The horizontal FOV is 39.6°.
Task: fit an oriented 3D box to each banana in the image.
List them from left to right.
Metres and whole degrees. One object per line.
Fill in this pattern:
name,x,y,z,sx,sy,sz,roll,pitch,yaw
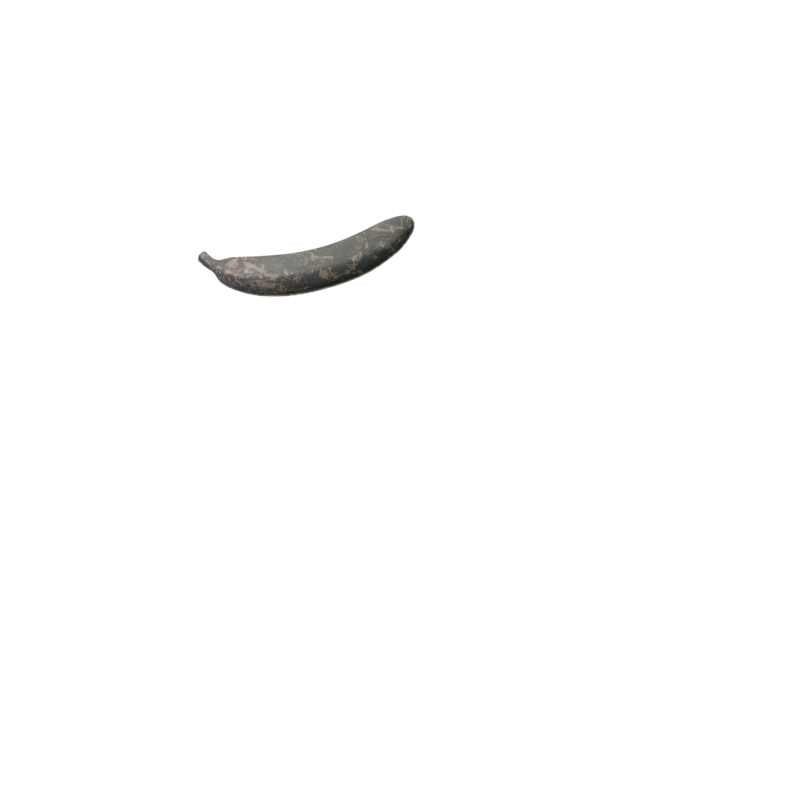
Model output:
banana,-0.076,-0.125,0.974,0.196,0.075,0.034,-10,-37,-8
